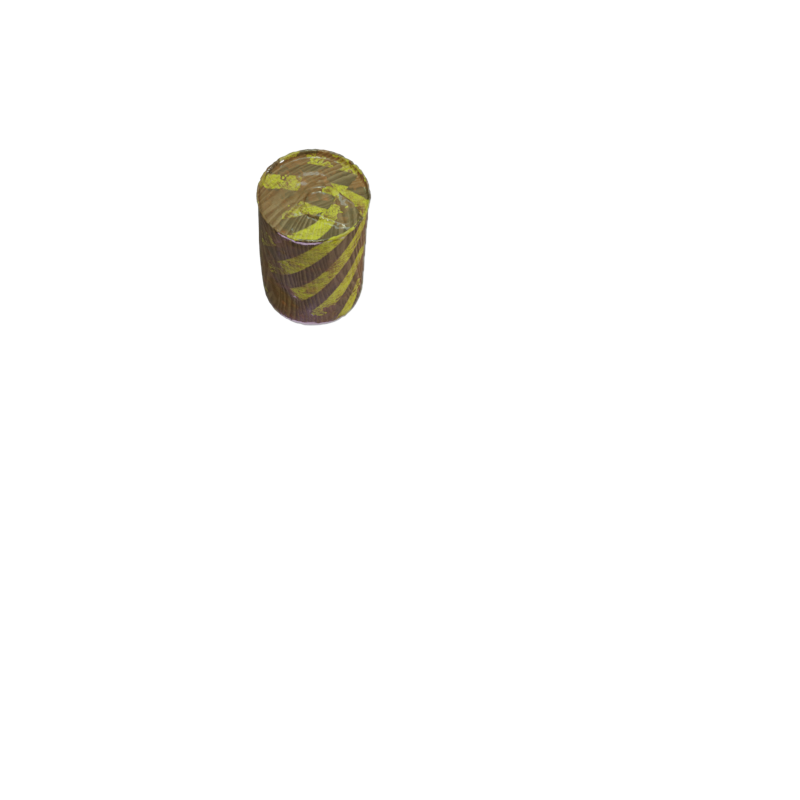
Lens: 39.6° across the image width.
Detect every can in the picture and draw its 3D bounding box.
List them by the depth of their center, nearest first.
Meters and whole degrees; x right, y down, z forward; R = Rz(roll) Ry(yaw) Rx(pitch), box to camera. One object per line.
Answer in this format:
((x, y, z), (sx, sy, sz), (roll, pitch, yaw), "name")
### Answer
((-0.054, -0.099, 0.696), (0.068, 0.073, 0.096), (0, -30, -3), "can")
